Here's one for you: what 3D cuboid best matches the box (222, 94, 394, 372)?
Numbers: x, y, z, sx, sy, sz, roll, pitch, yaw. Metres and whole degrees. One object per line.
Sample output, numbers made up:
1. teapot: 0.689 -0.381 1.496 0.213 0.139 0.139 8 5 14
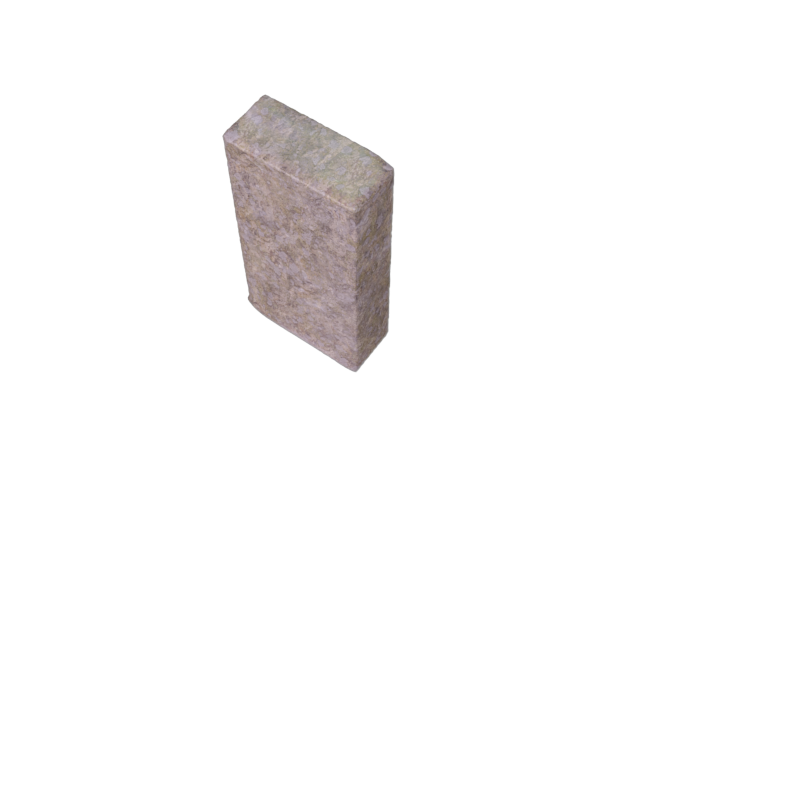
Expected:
1. box: -0.052 -0.095 0.668 0.097 0.049 0.165 33 -28 16
